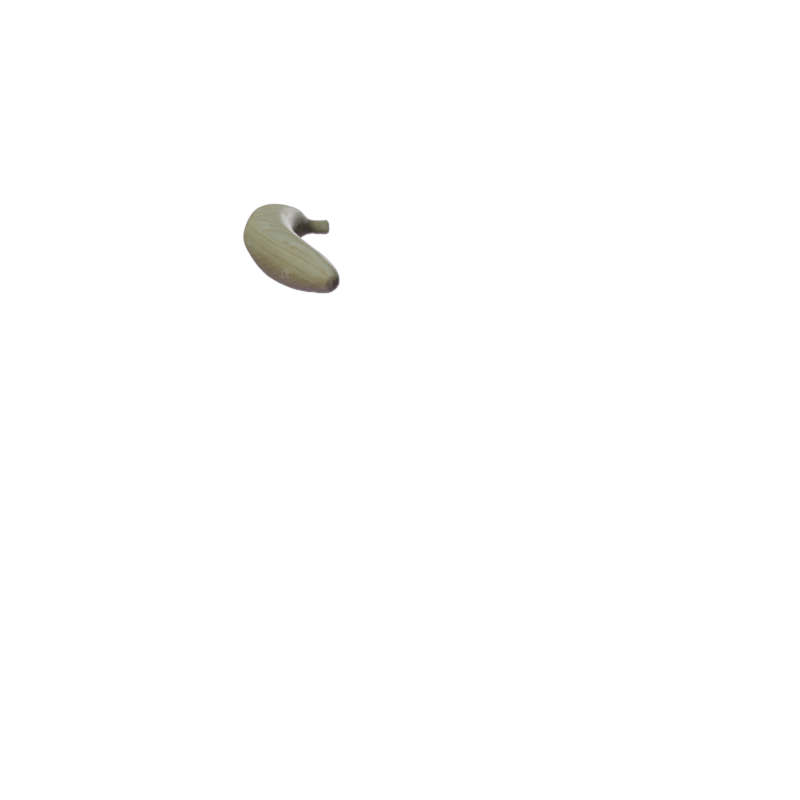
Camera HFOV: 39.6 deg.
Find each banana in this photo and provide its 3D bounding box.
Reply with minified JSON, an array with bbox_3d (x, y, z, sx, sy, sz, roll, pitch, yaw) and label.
[{"bbox_3d":[-0.084,-0.120,0.835,0.069,0.035,0.207,-1,21,-5],"label":"banana"}]
